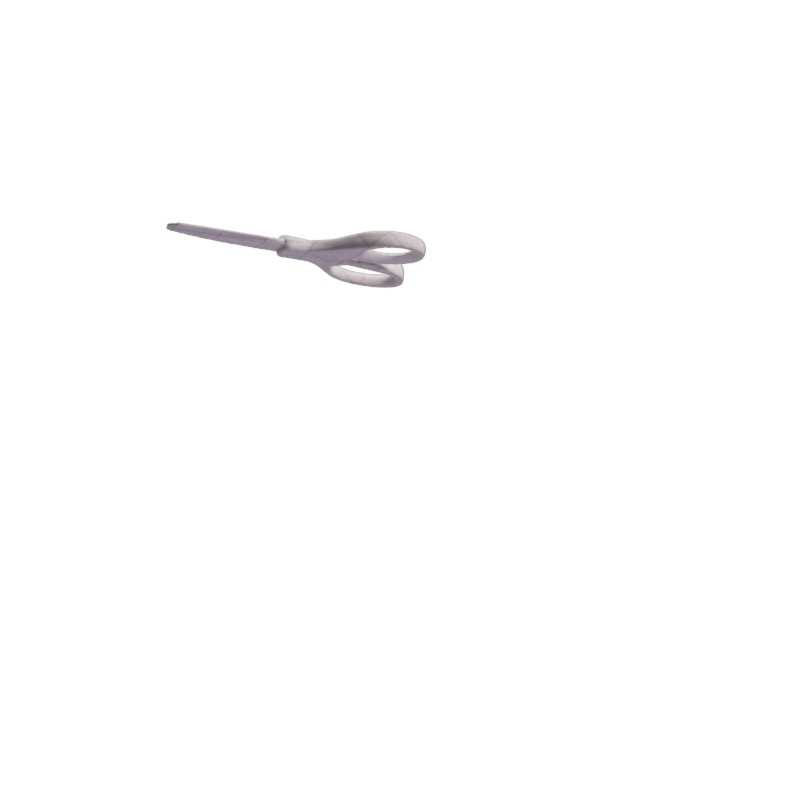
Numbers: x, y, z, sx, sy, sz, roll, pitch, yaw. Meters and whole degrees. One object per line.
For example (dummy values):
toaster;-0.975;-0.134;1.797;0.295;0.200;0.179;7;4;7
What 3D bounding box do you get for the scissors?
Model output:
scissors;-0.065;-0.119;0.835;0.191;0.016;0.097;14;-22;-38
